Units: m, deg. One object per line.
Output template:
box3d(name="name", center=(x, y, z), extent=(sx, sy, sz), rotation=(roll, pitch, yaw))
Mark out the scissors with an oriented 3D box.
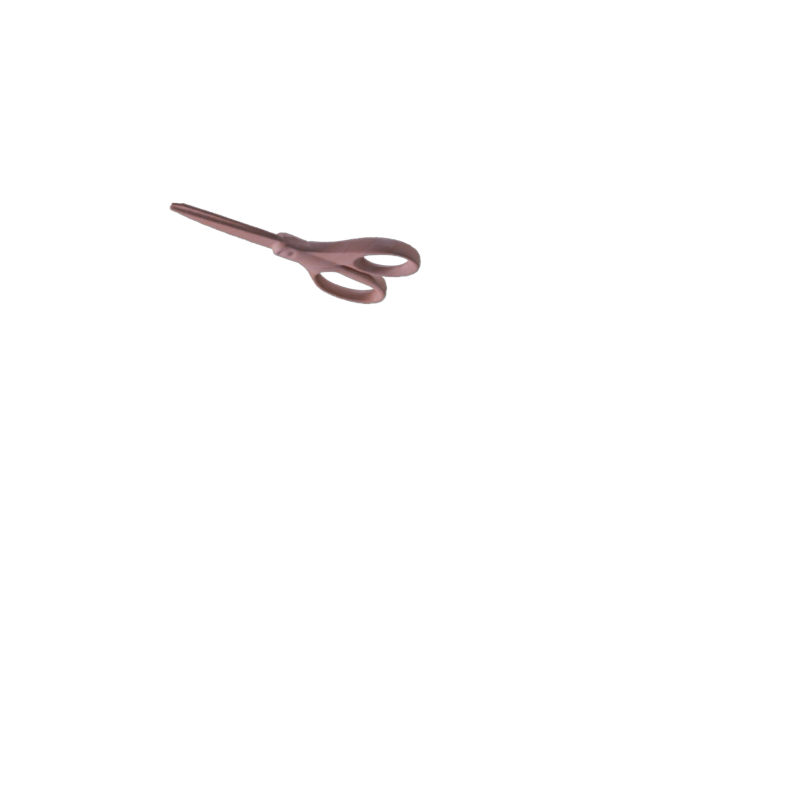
box3d(name="scissors", center=(-0.063, -0.115, 0.808), extent=(0.097, 0.017, 0.188), rotation=(-17, -28, 34))
